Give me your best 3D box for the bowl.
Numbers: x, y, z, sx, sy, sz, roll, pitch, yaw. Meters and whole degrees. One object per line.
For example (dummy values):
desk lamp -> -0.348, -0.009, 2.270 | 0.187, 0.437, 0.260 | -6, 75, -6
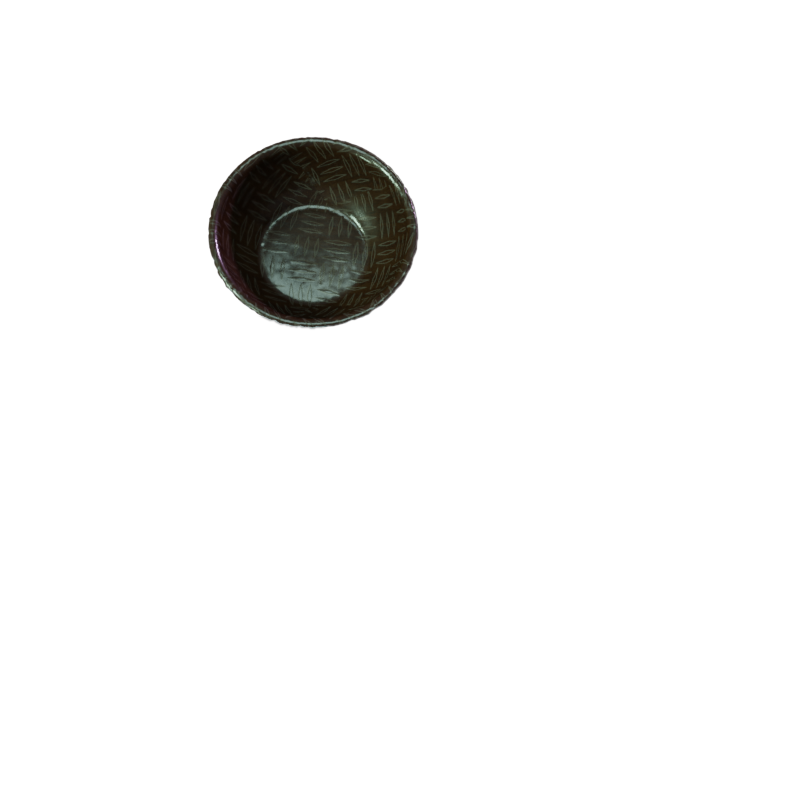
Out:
bowl -> -0.068, -0.125, 0.875 | 0.162, 0.170, 0.052 | -1, -22, -1
